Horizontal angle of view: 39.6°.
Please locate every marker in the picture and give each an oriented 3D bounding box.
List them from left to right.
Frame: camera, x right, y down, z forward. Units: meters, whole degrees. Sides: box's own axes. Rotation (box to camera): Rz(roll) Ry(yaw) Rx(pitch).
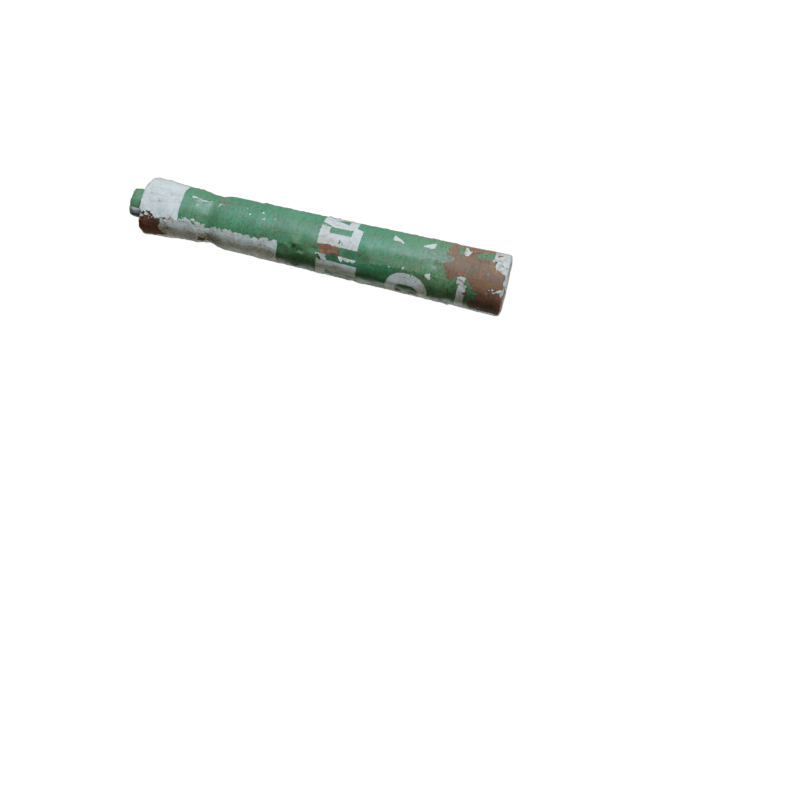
[{"bbox_3d":[-0.027,-0.049,0.343,0.124,0.020,0.019,15,7,13],"label":"marker"}]
